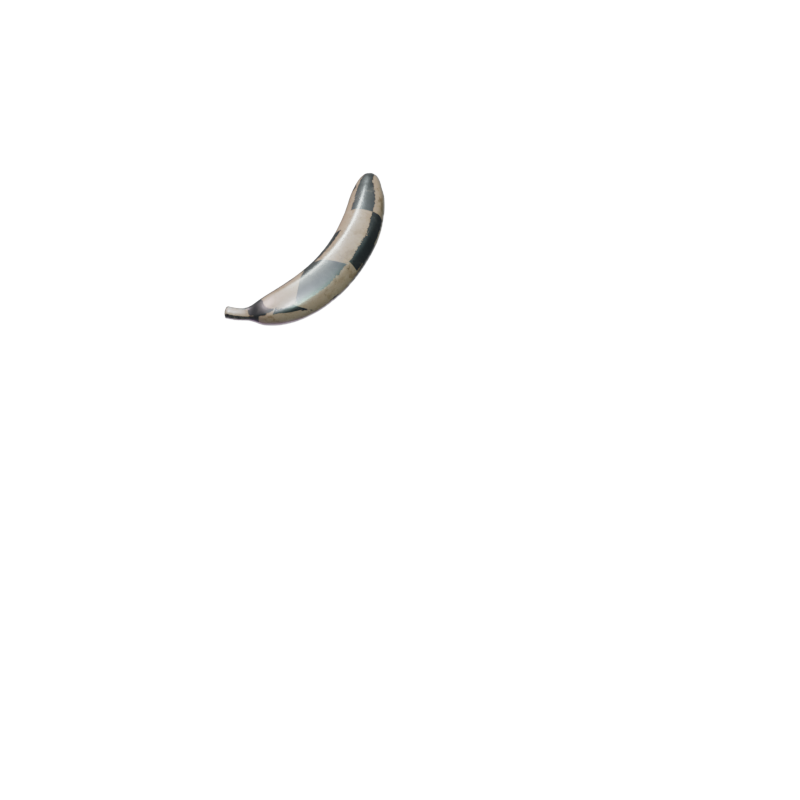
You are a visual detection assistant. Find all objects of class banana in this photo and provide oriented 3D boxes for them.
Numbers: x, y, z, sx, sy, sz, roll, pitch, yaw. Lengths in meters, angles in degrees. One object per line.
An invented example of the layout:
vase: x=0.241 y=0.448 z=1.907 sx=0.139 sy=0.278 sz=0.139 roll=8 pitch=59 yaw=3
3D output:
banana: x=-0.065 y=-0.127 z=0.975 sx=0.073 sy=0.201 sz=0.034 roll=35 pitch=-25 yaw=18
